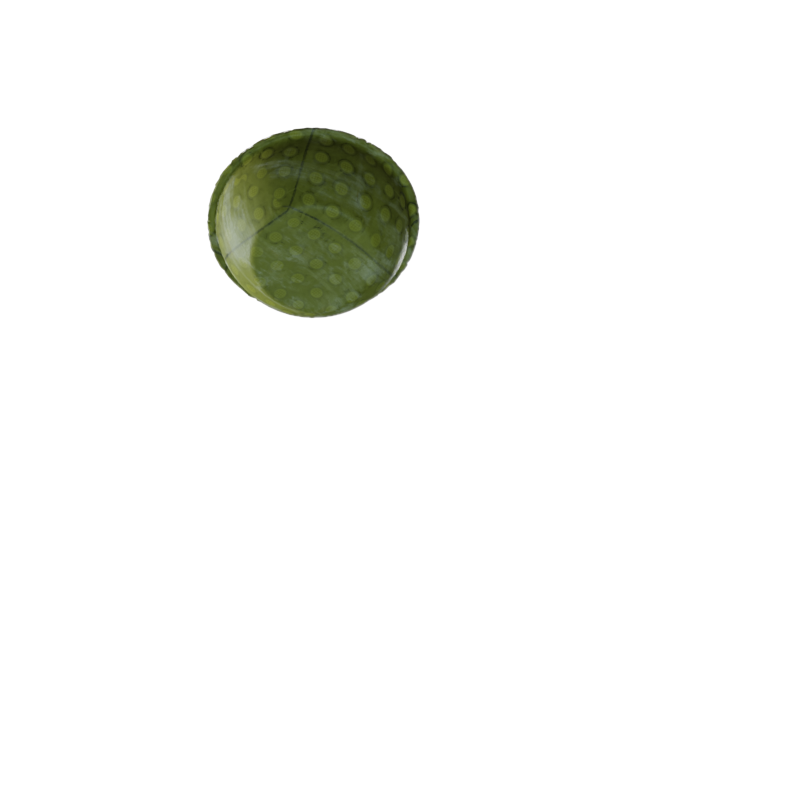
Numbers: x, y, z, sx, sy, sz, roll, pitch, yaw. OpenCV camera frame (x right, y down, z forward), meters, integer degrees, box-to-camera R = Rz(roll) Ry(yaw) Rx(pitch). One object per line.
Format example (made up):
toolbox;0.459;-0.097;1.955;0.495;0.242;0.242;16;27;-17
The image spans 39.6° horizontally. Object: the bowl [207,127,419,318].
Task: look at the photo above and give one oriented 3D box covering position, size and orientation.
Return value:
bowl;-0.064;-0.117;0.820;0.162;0.152;0.059;1;32;-1
